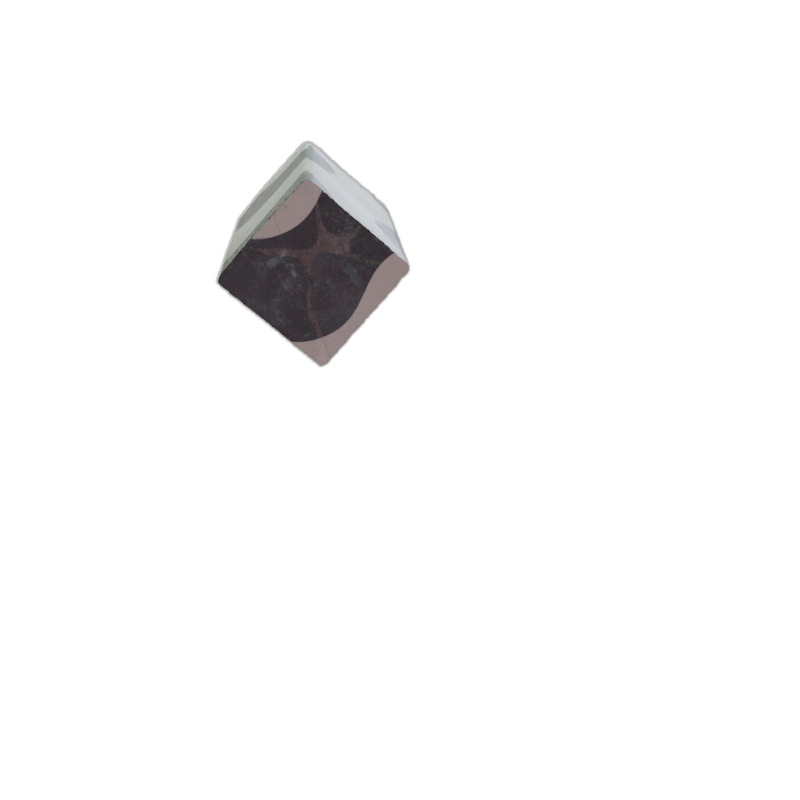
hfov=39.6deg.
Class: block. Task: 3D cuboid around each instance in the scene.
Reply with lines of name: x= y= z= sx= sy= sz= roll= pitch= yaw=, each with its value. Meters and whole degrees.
block: x=-0.062 y=-0.114 z=0.795 sx=0.088 sy=0.089 sz=0.214 roll=39 pitch=11 yaw=-14
